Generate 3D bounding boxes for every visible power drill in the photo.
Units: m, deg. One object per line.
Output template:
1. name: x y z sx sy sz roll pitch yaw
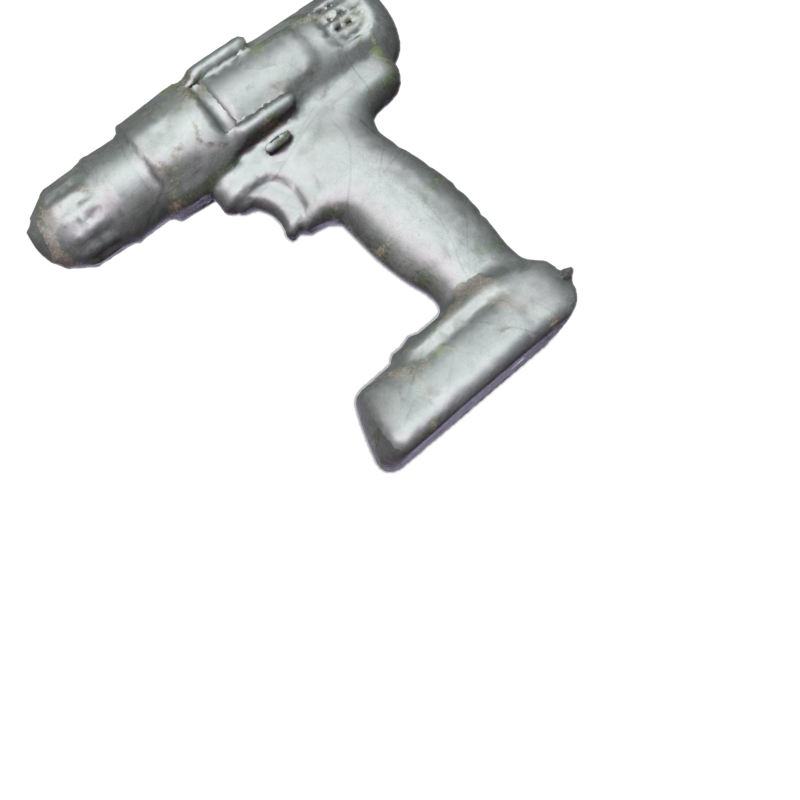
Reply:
1. power drill: -0.036 -0.066 0.462 0.185 0.195 0.055 -38 -13 -11
